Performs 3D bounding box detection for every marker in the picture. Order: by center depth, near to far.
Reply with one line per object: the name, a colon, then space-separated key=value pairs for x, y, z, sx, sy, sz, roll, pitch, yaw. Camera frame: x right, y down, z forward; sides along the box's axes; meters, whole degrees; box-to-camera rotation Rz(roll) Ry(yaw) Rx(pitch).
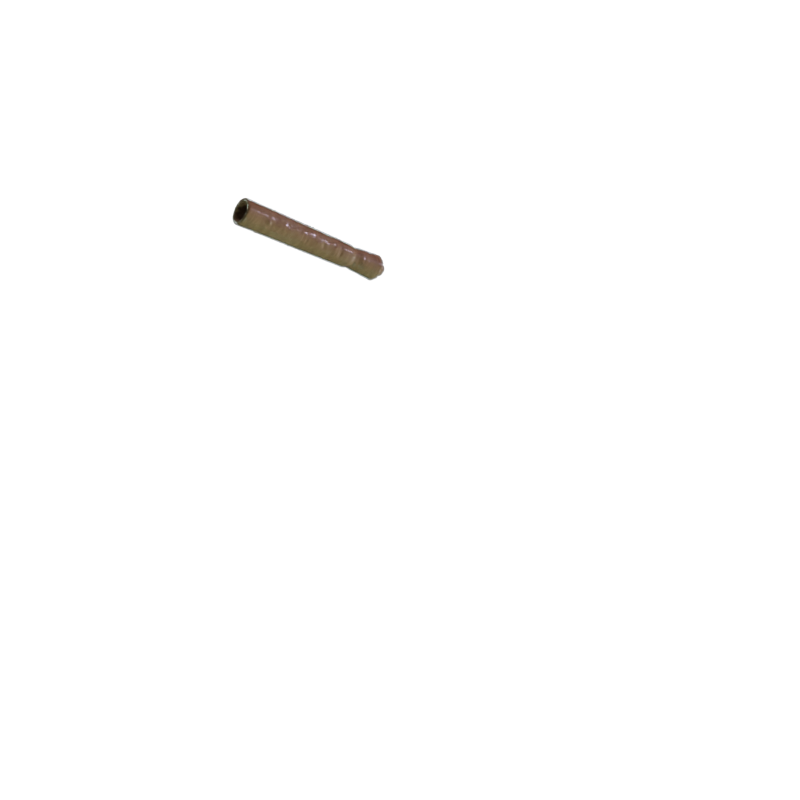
marker: x=-0.059 y=-0.107 z=0.748 sx=0.114 sy=0.020 sz=0.021 roll=19 pitch=-8 yaw=-34
